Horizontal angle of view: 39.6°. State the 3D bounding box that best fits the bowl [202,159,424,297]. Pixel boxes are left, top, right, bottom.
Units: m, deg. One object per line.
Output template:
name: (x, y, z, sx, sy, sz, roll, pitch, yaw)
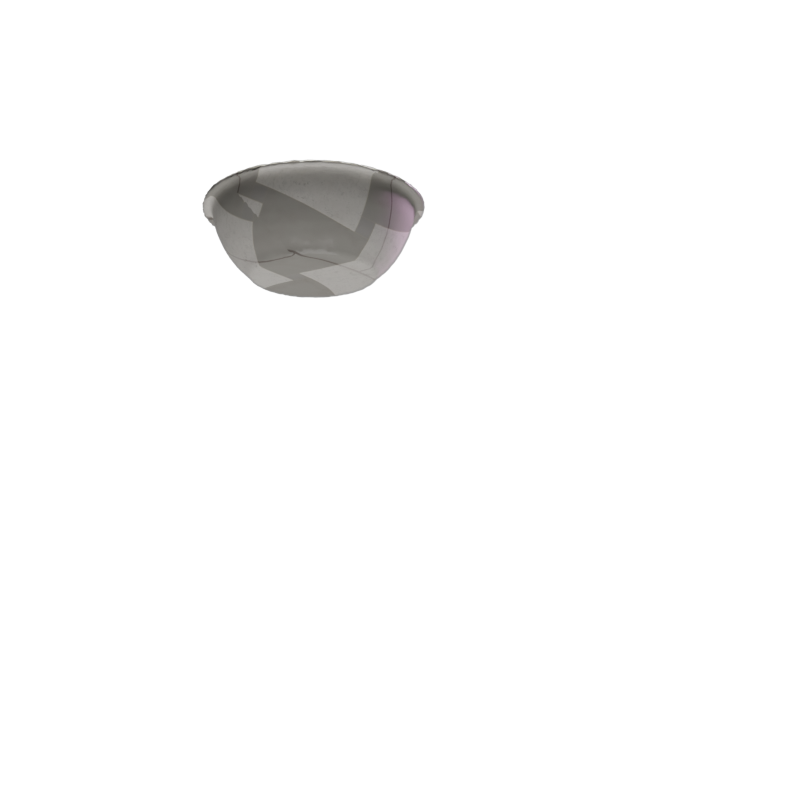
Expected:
bowl: (-0.062, -0.114, 0.798, 0.162, 0.057, 0.155, 0, -16, -2)
